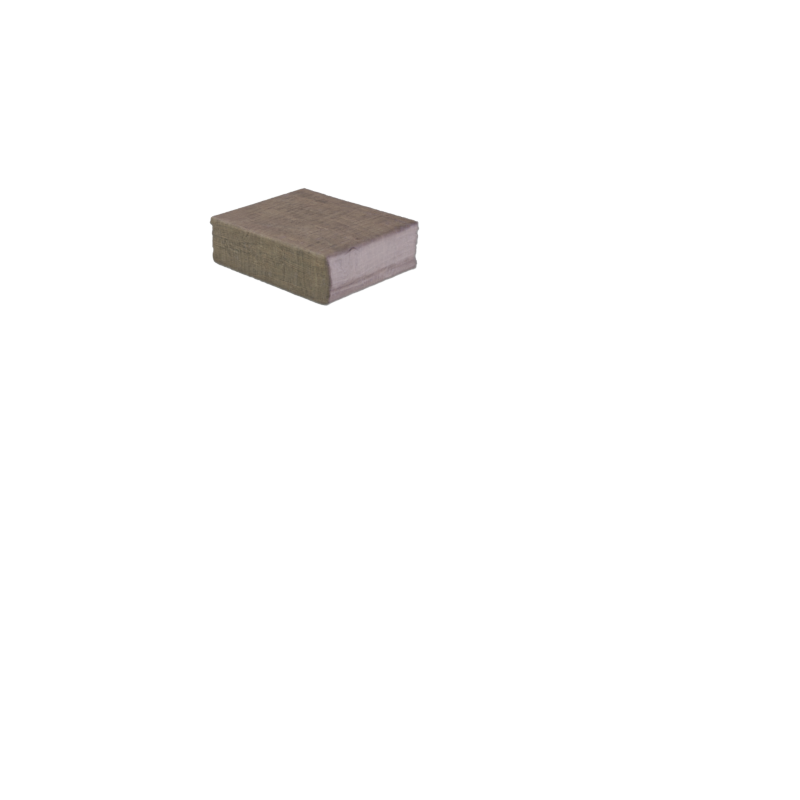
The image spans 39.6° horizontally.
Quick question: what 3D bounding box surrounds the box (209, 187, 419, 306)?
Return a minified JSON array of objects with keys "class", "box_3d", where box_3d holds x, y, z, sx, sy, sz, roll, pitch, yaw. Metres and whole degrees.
[{"class":"box","box_3d":[-0.058,-0.106,0.745,0.121,0.037,0.089,24,37,37]}]
